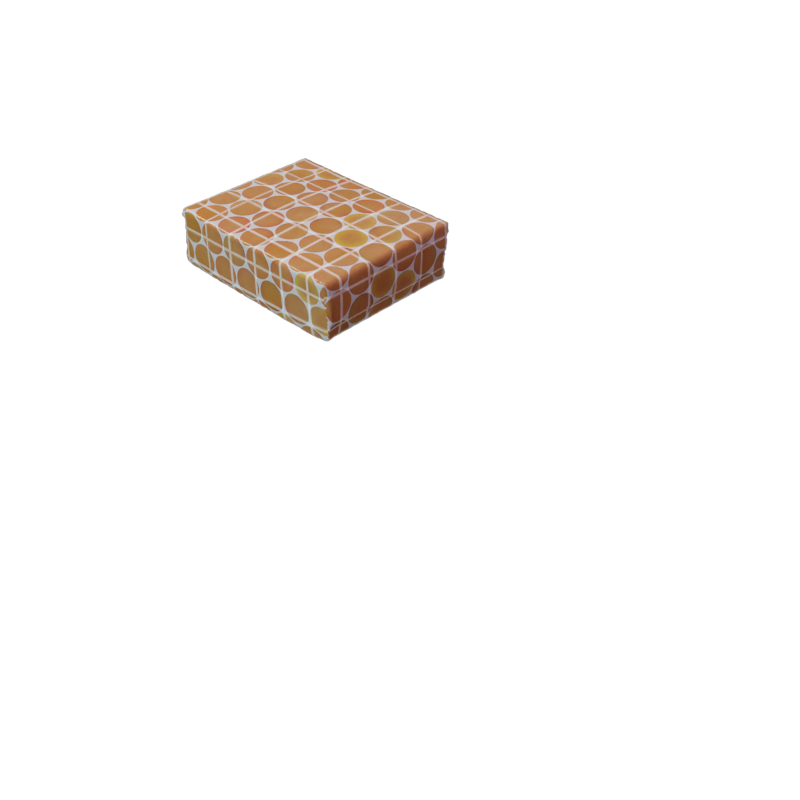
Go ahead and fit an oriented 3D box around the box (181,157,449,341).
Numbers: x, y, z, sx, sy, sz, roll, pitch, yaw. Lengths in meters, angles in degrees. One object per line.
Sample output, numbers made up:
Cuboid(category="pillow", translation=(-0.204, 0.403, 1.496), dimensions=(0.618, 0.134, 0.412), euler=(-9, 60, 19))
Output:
Cuboid(category="box", translation=(-0.046, -0.083, 0.584), dimensions=(0.090, 0.036, 0.121), euler=(-31, 47, -34))
